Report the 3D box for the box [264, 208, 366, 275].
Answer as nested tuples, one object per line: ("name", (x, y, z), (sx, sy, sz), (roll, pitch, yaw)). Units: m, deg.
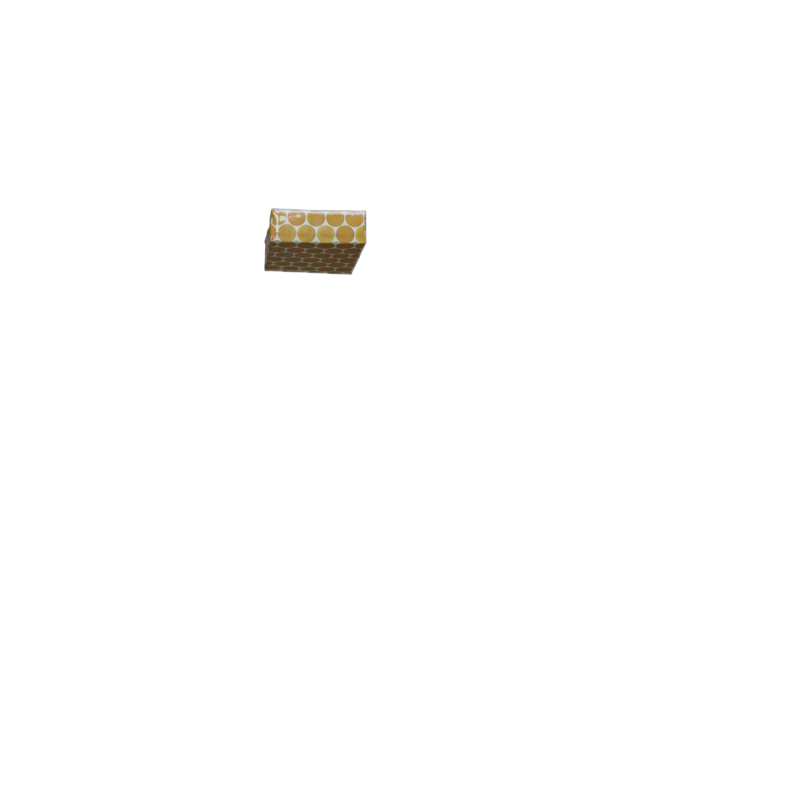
("box", (-0.068, -0.125, 0.872), (0.072, 0.031, 0.087), (1, -10, -8))
